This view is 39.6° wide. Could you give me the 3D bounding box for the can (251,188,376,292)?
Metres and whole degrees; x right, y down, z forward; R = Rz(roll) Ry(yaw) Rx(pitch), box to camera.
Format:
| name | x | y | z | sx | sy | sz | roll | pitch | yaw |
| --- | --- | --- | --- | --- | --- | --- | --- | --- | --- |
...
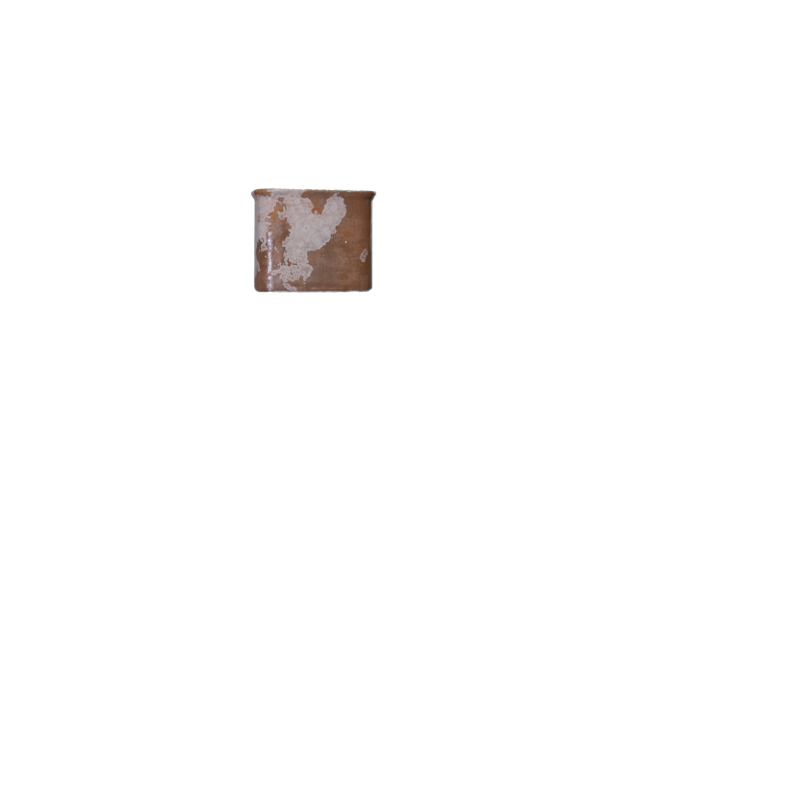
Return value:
| name | x | y | z | sx | sy | sz | roll | pitch | yaw |
| --- | --- | --- | --- | --- | --- | --- | --- | --- | --- |
| can | -0.072 | -0.131 | 0.920 | 0.100 | 0.084 | 0.058 | -1 | 1 | -13 |
